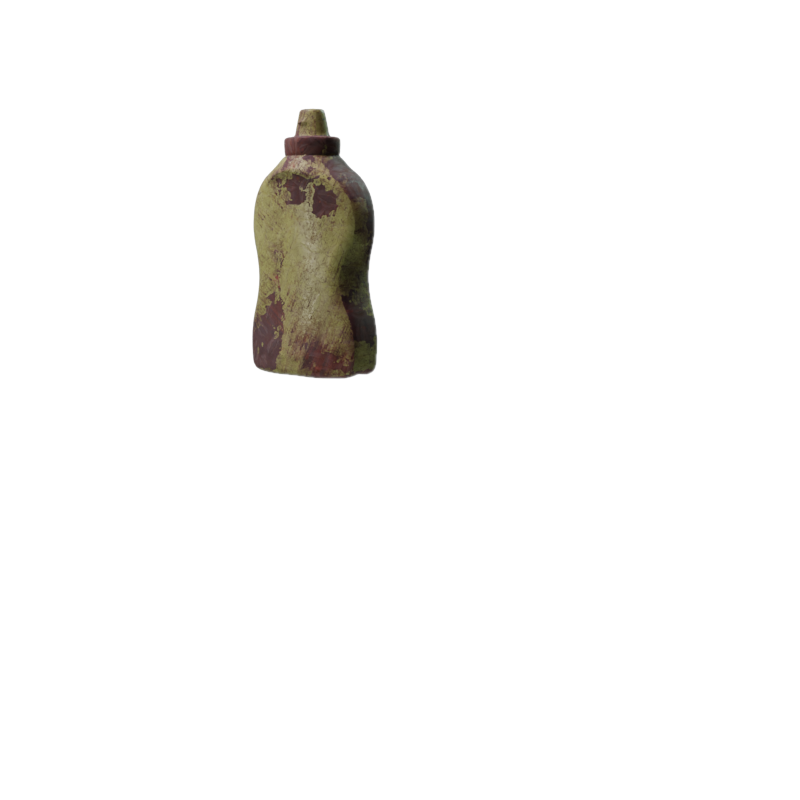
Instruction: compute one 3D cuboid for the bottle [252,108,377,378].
[{"bbox_3d":[-0.063,-0.115,0.807,0.100,0.191,0.056,2,3,38],"label":"bottle"}]
